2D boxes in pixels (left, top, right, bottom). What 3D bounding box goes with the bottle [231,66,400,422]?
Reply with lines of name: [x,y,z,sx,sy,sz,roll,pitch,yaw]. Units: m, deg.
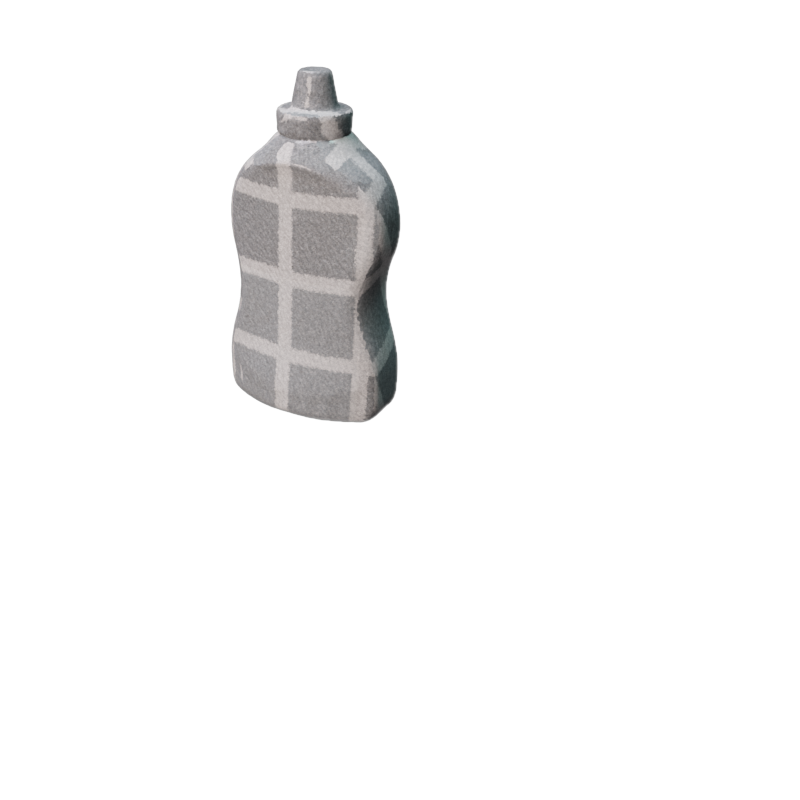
bottle: [-0.048,-0.088,0.613,0.100,0.183,0.058,14,25,28]
